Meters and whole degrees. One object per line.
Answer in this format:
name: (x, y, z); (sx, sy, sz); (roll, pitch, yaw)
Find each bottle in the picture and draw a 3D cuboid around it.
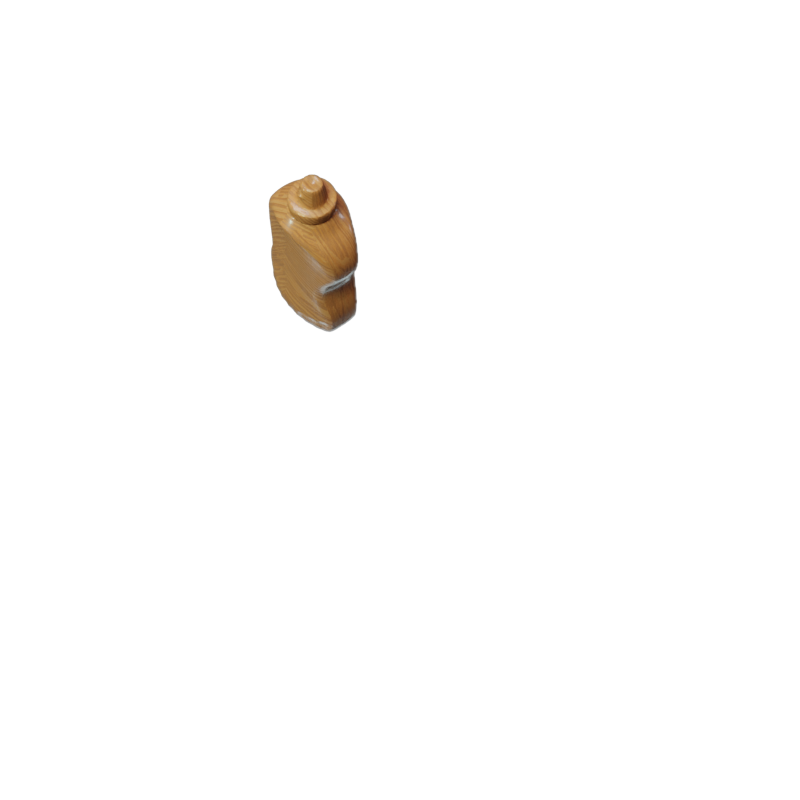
bottle: (-0.076, -0.138, 0.967); (0.058, 0.101, 0.181); (-32, -19, -16)
